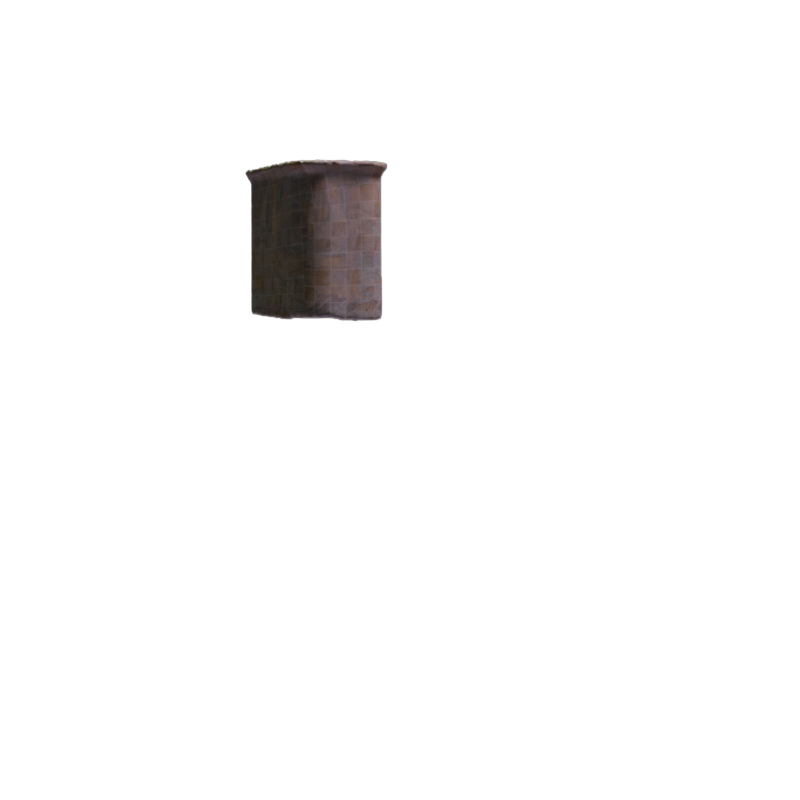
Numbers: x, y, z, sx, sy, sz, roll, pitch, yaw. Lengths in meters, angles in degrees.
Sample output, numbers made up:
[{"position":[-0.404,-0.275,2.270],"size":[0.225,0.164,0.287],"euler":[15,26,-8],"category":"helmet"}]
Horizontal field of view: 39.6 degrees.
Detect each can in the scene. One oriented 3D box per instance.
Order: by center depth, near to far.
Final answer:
[{"position":[-0.048,-0.088,0.617],"size":[0.056,0.084,0.105],"euler":[-1,4,-24],"category":"can"}]
